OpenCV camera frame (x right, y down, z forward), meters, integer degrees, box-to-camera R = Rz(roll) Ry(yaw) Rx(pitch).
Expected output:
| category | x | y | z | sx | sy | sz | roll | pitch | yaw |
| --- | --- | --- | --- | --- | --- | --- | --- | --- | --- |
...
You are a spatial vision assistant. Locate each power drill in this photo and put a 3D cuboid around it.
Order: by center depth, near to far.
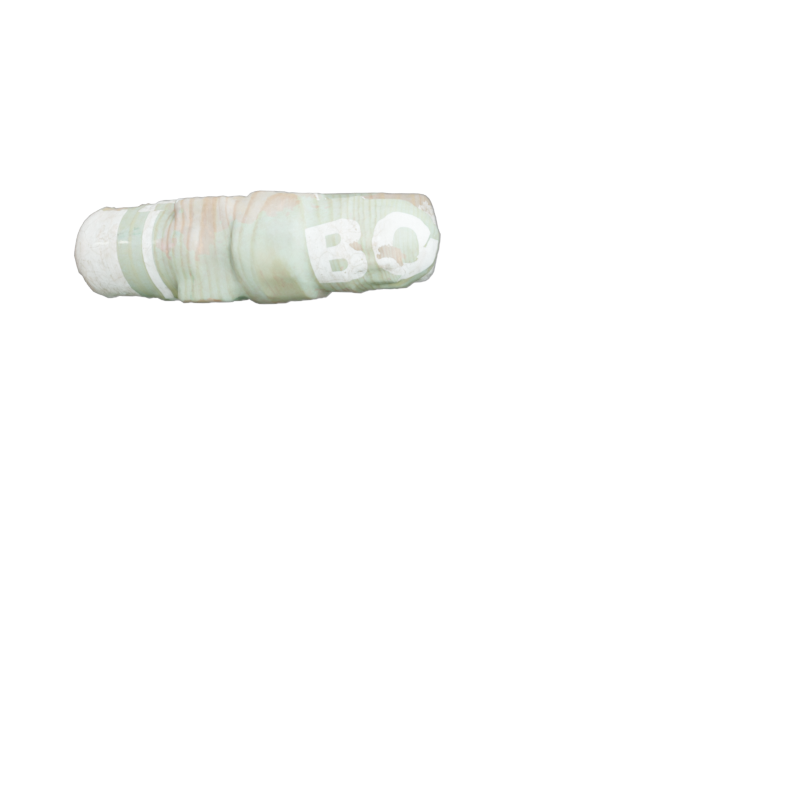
| category | x | y | z | sx | sy | sz | roll | pitch | yaw |
| --- | --- | --- | --- | --- | --- | --- | --- | --- | --- |
| power drill | -0.045 | -0.082 | 0.576 | 0.190 | 0.057 | 0.184 | 3 | 8 | 24 |
